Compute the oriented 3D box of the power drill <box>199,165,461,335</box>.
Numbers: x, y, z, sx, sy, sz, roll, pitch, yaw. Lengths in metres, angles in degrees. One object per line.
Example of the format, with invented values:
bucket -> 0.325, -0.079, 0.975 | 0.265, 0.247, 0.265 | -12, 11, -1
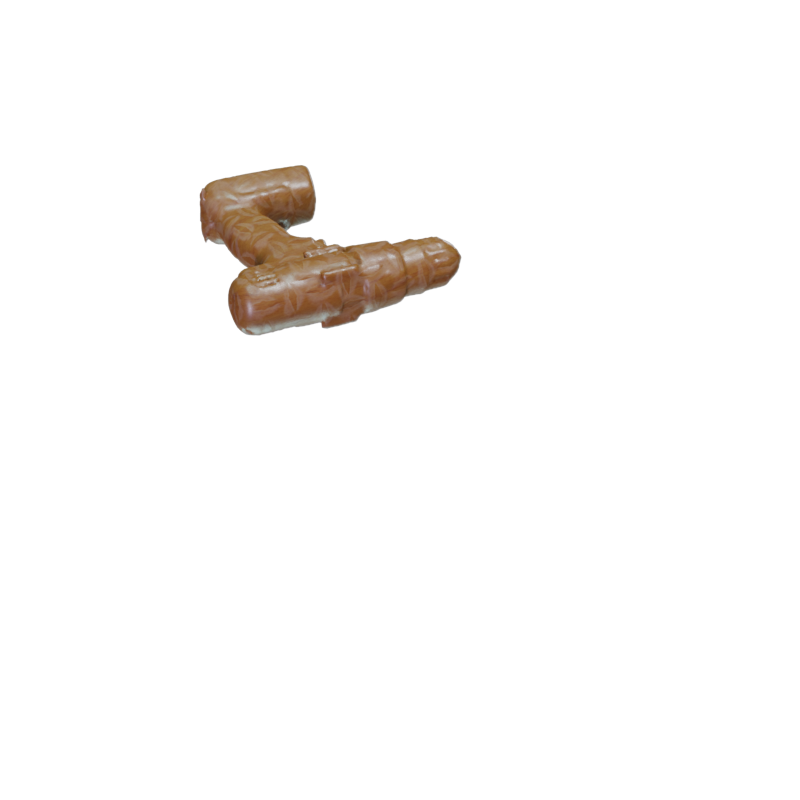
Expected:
power drill -> -0.069, -0.126, 0.885 | 0.181, 0.054, 0.202 | -14, 35, -21
